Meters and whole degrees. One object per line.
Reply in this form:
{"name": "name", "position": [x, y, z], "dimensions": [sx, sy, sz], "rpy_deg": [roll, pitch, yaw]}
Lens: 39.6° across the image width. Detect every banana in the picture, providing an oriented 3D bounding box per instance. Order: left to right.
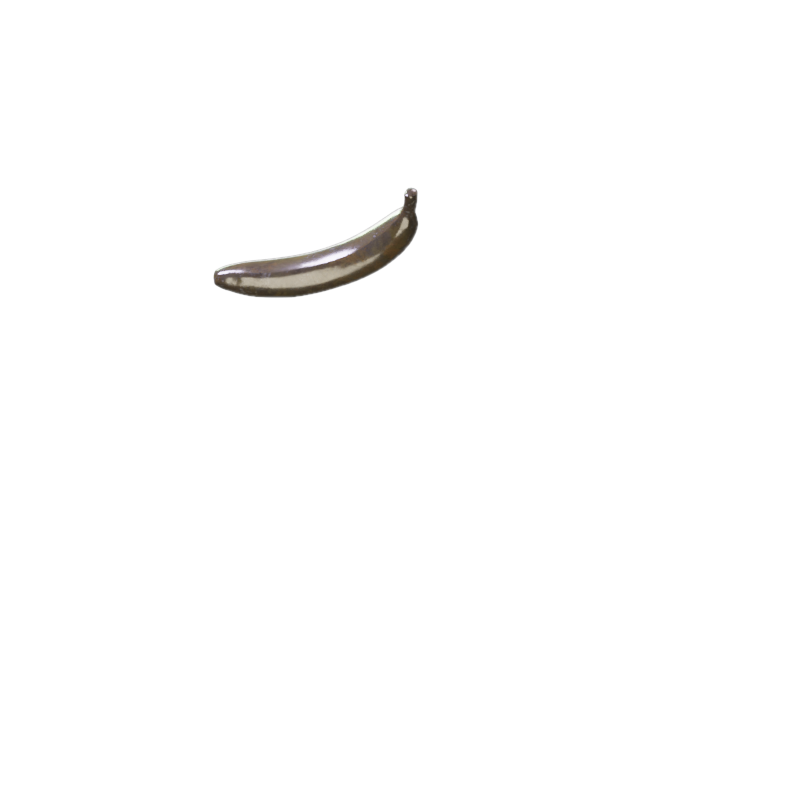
{"name": "banana", "position": [-0.063, -0.125, 0.958], "dimensions": [0.198, 0.065, 0.039], "rpy_deg": [-22, 36, 16]}
